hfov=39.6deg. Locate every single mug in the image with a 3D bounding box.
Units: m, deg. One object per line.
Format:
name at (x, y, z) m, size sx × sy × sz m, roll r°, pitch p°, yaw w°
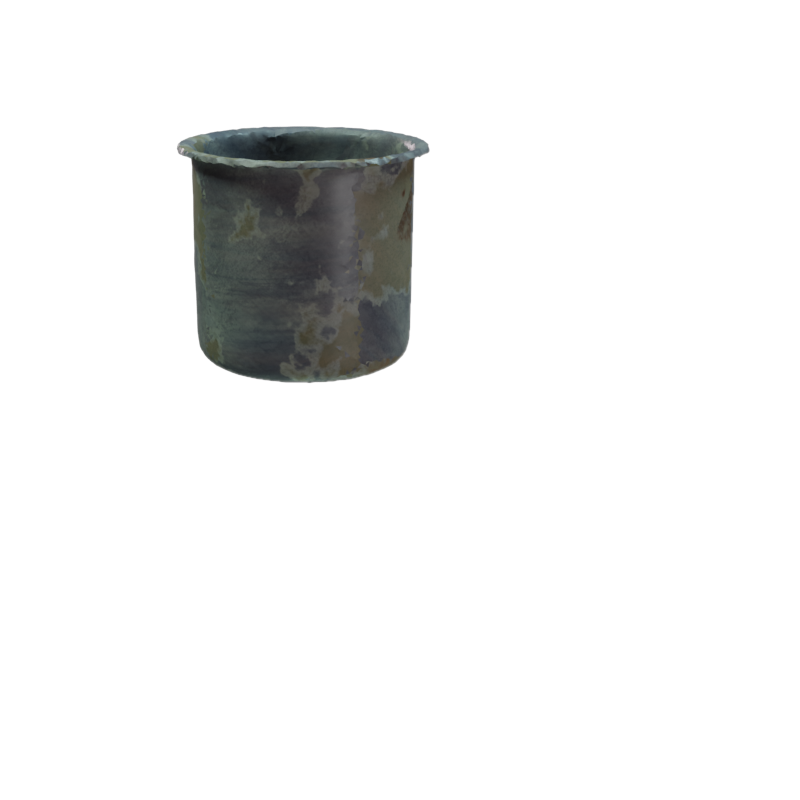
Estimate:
mug at (-0.034, -0.061, 0.430) m, size 0.095 × 0.079 × 0.119 m, roll 5°, pitch 19°, yaw 14°
